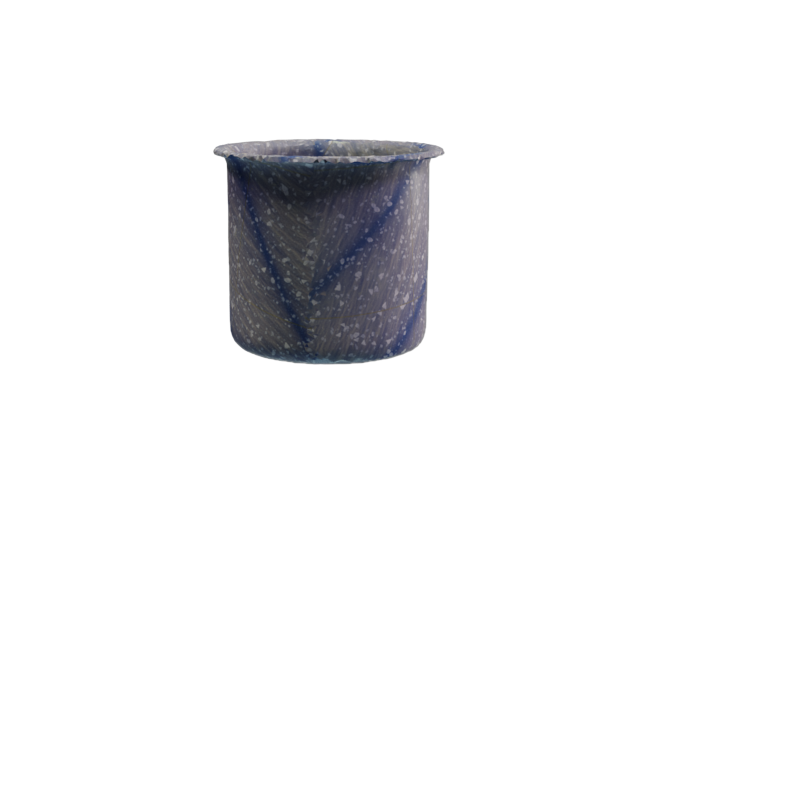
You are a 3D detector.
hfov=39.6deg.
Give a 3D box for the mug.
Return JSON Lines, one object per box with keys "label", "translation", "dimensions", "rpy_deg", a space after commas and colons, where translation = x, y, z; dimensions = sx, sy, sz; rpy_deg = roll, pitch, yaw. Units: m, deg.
{"label": "mug", "translation": [-0.036, -0.066, 0.465], "dimensions": [0.091, 0.079, 0.124], "rpy_deg": [-9, 17, -32]}
